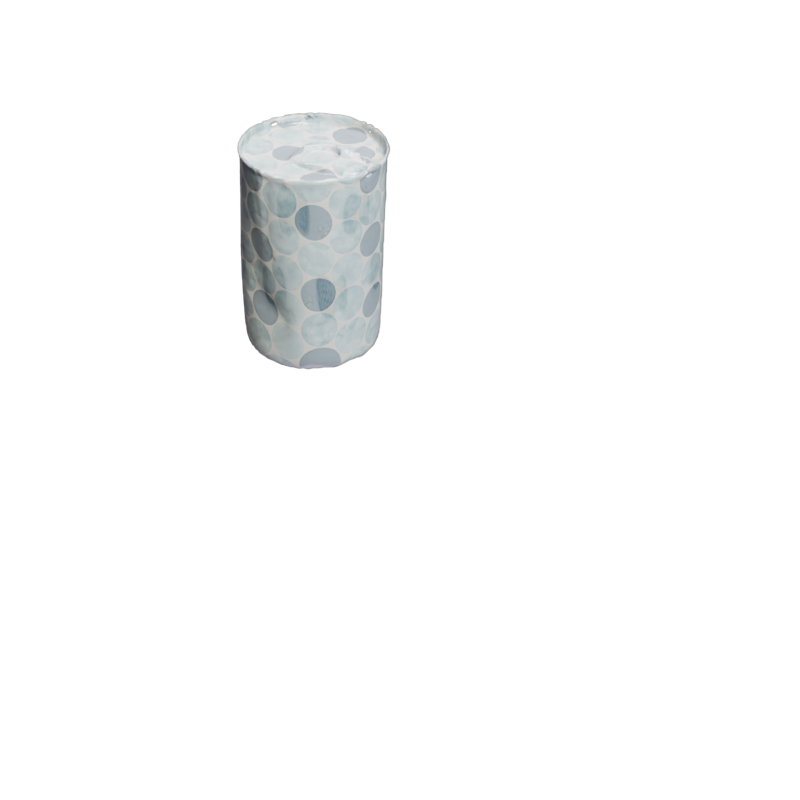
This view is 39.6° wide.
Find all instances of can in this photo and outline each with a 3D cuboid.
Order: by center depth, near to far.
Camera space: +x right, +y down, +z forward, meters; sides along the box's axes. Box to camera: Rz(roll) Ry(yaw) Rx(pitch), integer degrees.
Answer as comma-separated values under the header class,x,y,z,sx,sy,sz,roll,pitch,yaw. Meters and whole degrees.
class,x,y,z,sx,sy,sz,roll,pitch,yaw
can,-0.041,-0.074,0.519,0.068,0.096,0.073,0,35,-3
